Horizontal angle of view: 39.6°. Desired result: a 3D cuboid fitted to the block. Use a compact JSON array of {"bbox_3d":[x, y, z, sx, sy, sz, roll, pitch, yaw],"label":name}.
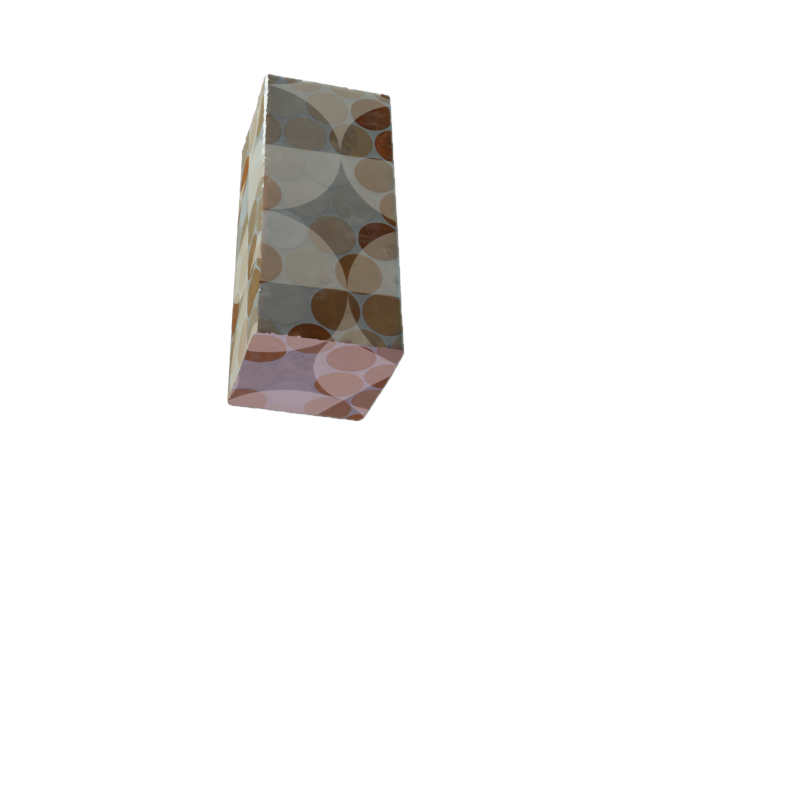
[{"bbox_3d":[-0.056,-0.103,0.722,0.089,0.221,0.086,7,-35,-14],"label":"block"}]
